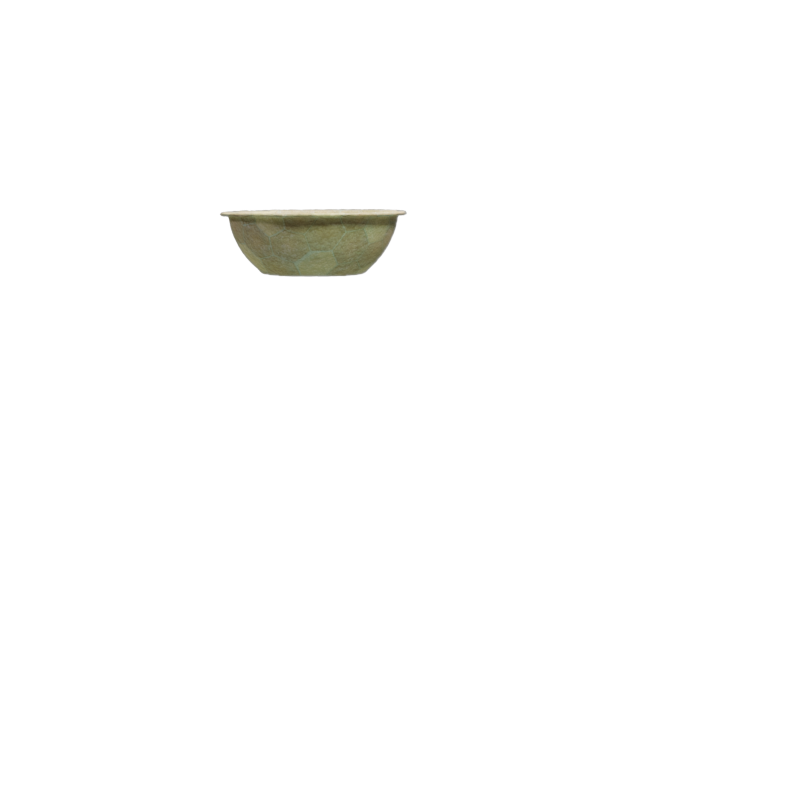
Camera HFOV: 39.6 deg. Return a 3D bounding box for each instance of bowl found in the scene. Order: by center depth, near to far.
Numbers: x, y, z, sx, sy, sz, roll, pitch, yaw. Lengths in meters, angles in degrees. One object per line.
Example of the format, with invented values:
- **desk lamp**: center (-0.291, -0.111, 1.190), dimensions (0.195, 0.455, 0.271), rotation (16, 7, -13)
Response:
- **bowl**: center (-0.076, -0.138, 0.965), dimensions (0.162, 0.054, 0.165), rotation (0, 10, -2)
